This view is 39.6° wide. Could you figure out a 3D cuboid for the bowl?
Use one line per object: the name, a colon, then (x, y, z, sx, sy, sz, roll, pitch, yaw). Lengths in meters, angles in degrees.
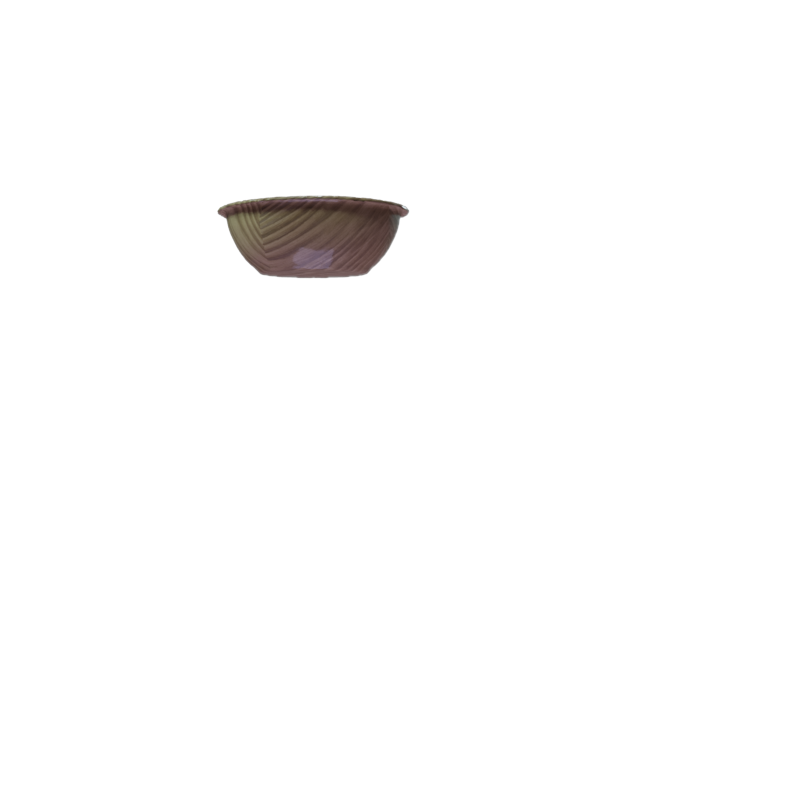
bowl: (-0.073, -0.133, 0.932, 0.162, 0.055, 0.161, 0, 1, -2)
